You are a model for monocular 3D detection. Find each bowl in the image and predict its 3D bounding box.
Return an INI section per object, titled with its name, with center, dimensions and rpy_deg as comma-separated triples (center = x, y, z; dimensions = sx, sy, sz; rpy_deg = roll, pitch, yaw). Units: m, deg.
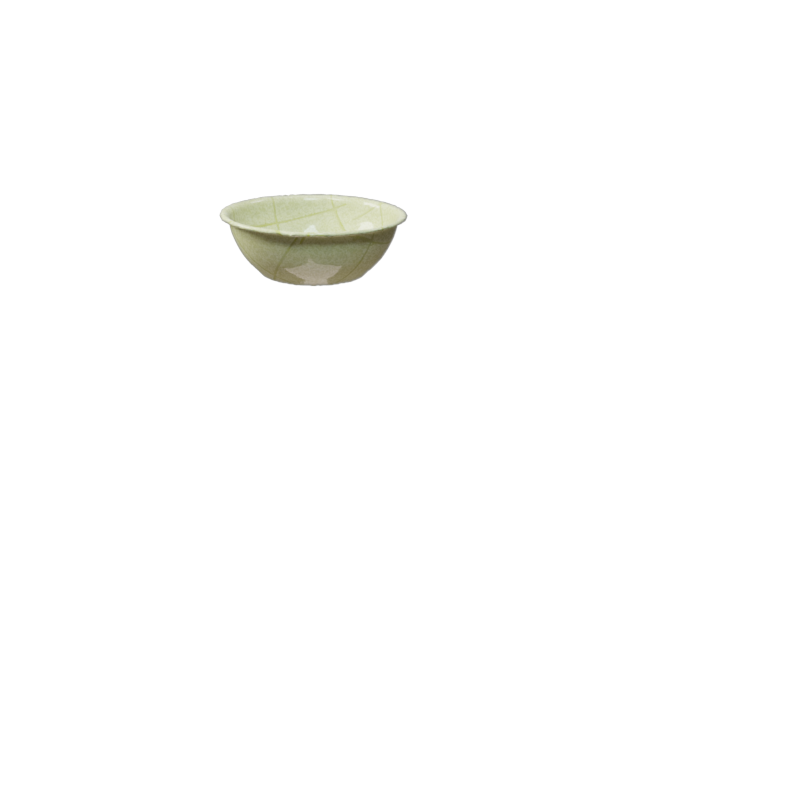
[bowl]
center = -0.075, -0.137, 0.963
dimensions = 0.162, 0.053, 0.169
rpy_deg = -1, 21, -2
